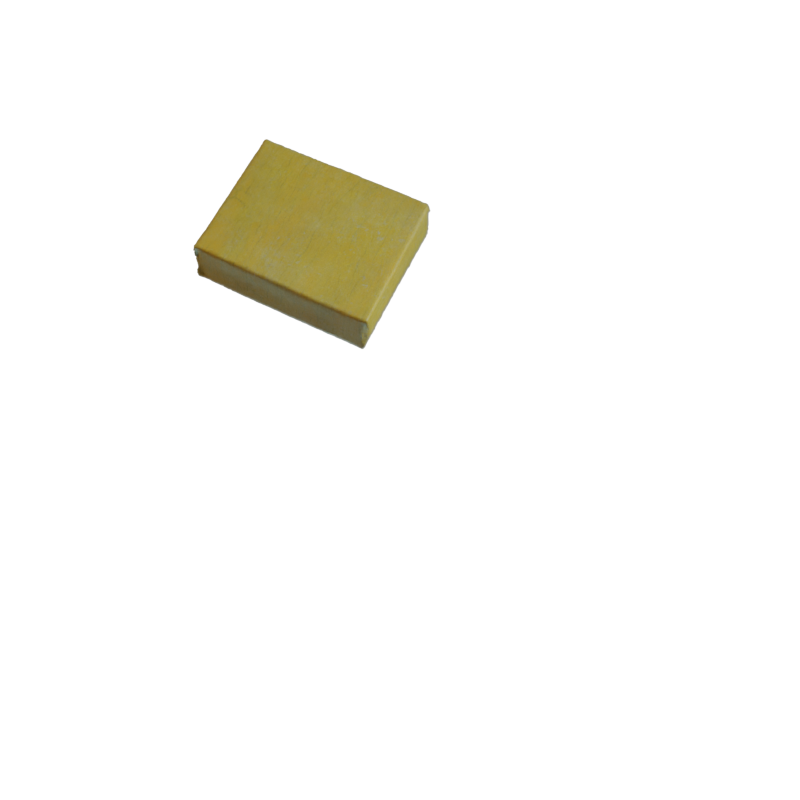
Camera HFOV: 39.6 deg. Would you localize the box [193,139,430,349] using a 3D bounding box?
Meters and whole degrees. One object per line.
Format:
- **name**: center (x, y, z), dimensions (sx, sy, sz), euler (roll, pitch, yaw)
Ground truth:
- **box**: center (-0.051, -0.093, 0.653), dimensions (0.117, 0.093, 0.036), euler (22, -30, 13)
